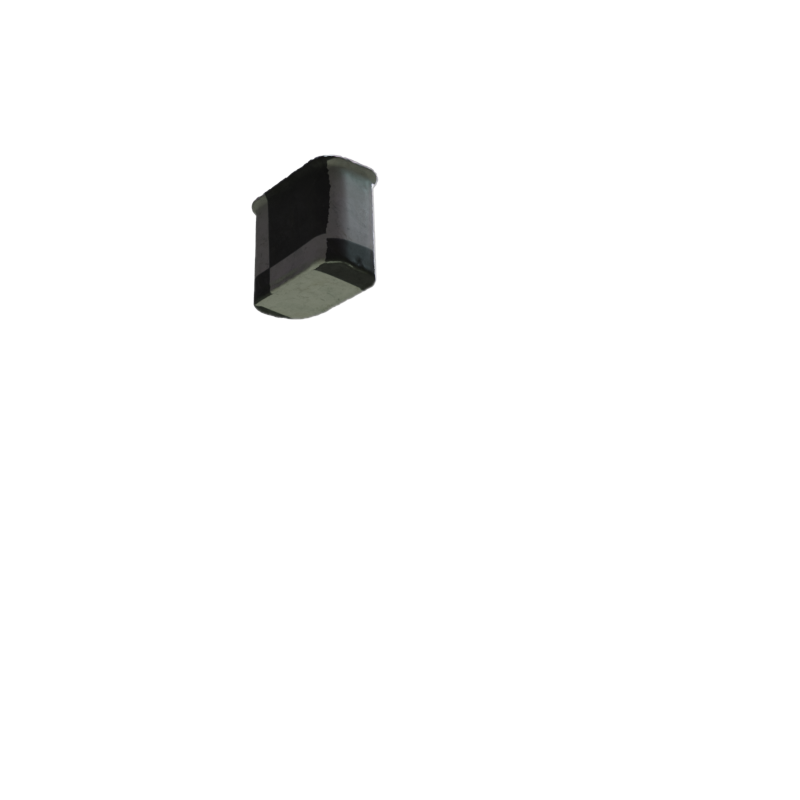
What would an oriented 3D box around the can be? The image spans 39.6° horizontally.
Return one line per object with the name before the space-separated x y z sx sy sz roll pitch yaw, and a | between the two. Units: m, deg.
can | -0.062 -0.113 0.788 0.054 0.089 0.102 20 -32 -37
